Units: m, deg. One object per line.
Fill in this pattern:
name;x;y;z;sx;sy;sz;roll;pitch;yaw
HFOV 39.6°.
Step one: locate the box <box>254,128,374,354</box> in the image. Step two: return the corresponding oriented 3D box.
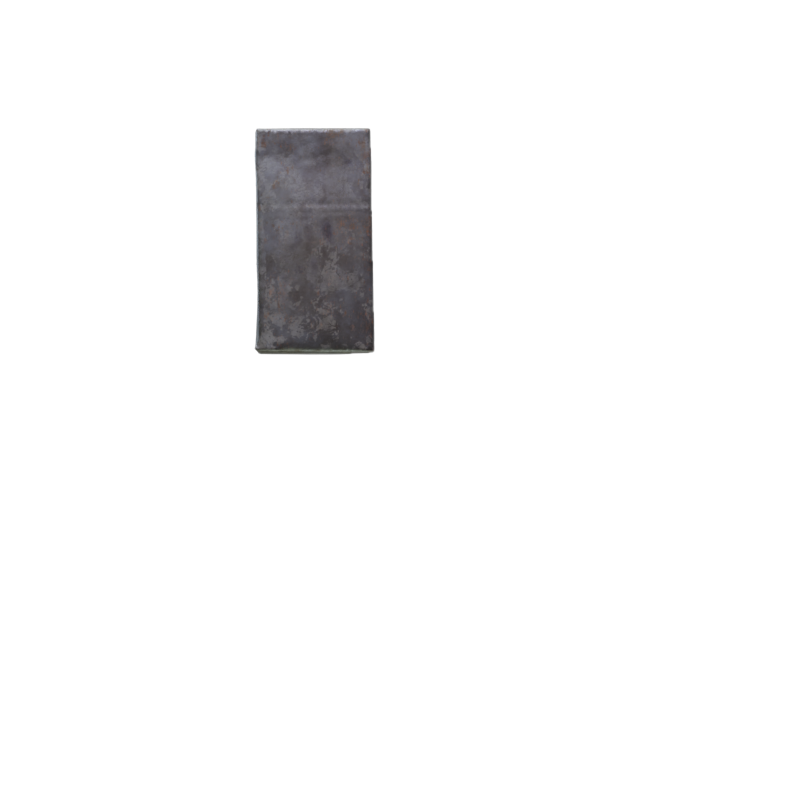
box;-0.068;-0.125;0.876;0.093;0.180;0.047;0;-8;-3
